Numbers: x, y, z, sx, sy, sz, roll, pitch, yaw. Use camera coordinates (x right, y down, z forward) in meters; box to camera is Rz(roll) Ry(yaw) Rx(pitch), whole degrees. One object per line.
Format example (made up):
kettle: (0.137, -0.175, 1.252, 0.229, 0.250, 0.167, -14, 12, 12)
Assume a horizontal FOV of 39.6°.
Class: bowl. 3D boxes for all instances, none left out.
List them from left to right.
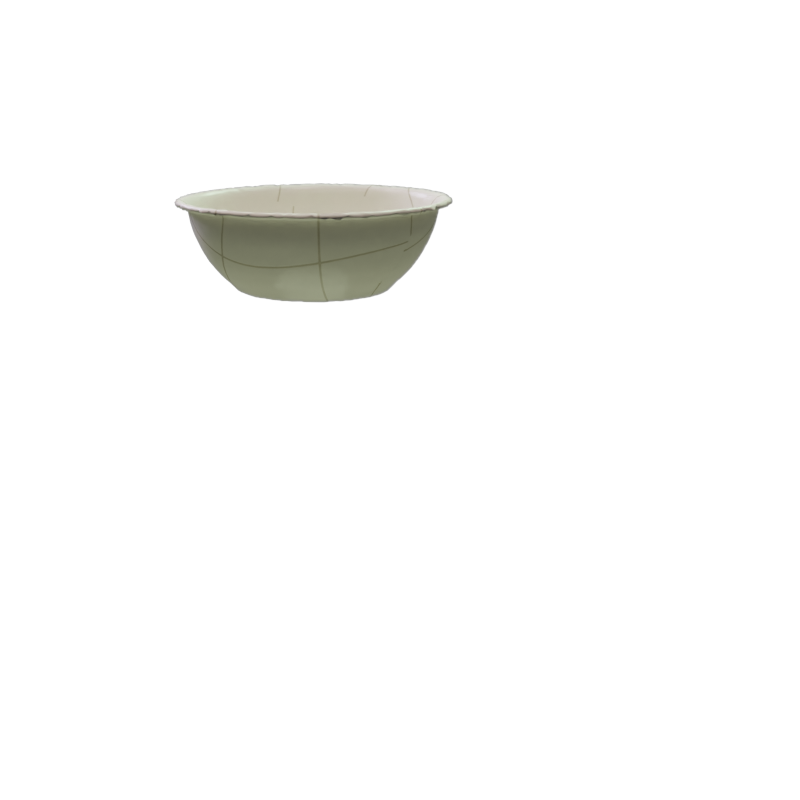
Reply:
bowl: (-0.051, -0.093, 0.652, 0.162, 0.053, 0.167, -1, 16, -2)
